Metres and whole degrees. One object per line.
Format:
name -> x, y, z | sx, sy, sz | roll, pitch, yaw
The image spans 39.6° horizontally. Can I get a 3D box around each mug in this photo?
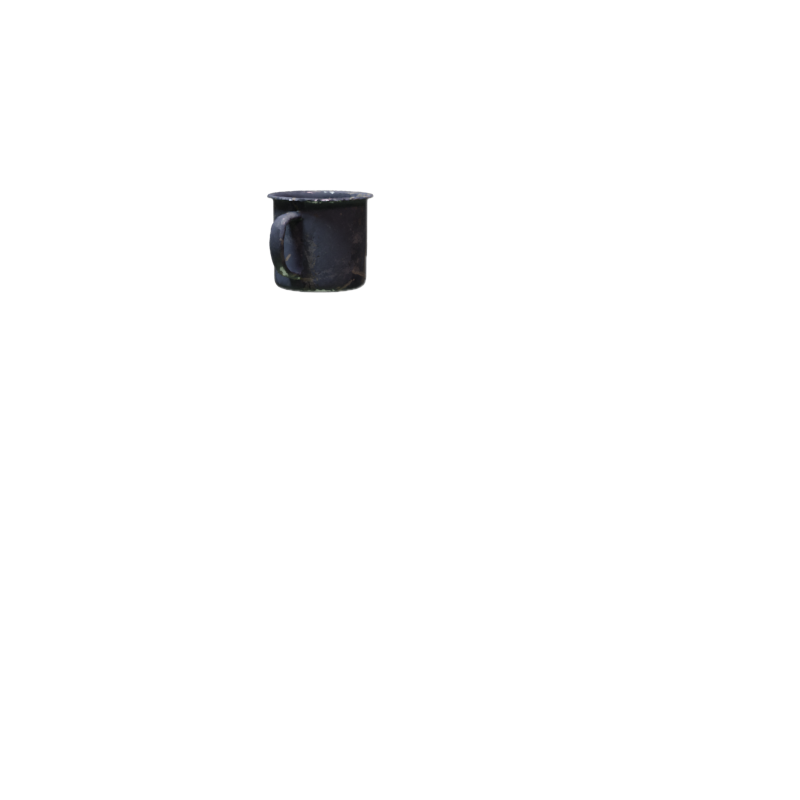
mug -> -0.075, -0.137, 0.960 | 0.097, 0.080, 0.116 | 6, 14, 27
